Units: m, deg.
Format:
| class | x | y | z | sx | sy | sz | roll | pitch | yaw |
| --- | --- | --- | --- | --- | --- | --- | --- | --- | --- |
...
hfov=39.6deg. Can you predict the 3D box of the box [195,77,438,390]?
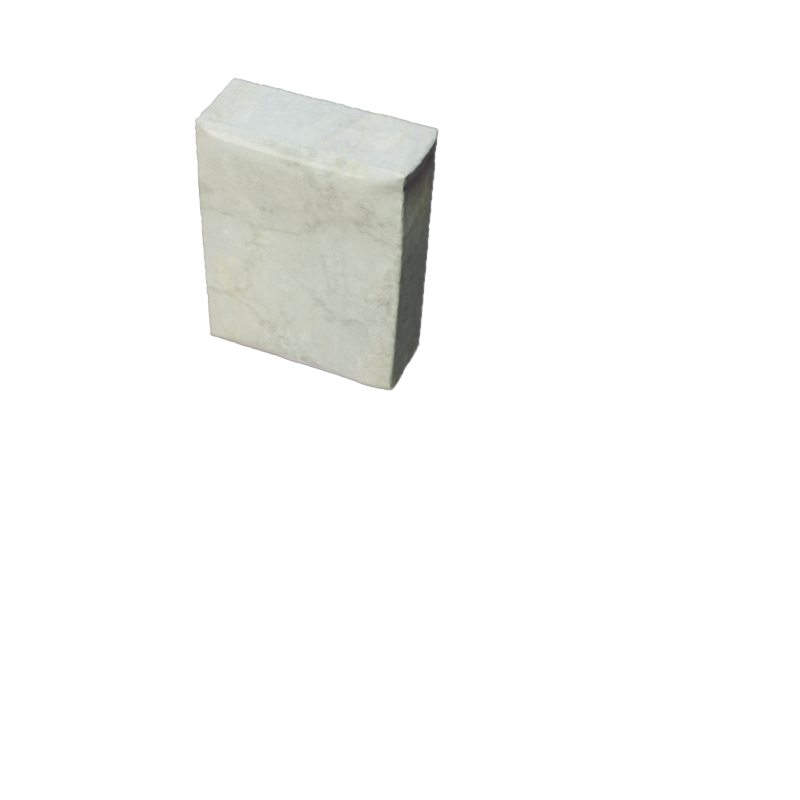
| class | x | y | z | sx | sy | sz | roll | pitch | yaw |
| --- | --- | --- | --- | --- | --- | --- | --- | --- | --- |
| box | -0.066 | -0.120 | 0.838 | 0.170 | 0.199 | 0.074 | 19 | 46 | 16 |
